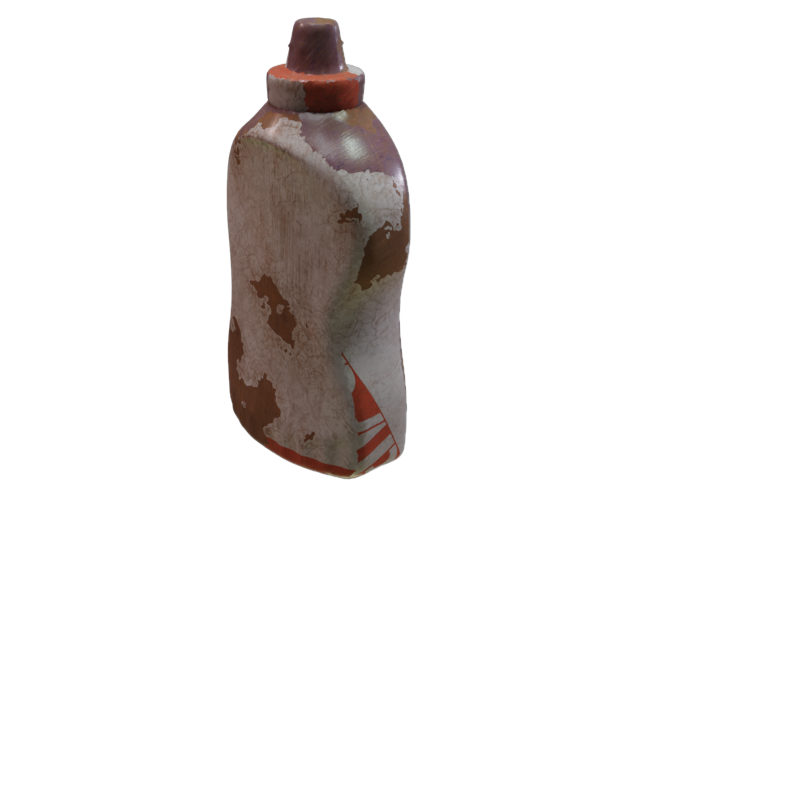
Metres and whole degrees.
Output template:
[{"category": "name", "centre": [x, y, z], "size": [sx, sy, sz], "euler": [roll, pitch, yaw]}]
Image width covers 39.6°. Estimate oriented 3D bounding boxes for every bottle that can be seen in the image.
[{"category": "bottle", "centre": [-0.037, -0.069, 0.483], "size": [0.057, 0.183, 0.102], "euler": [-16, 29, -36]}]
